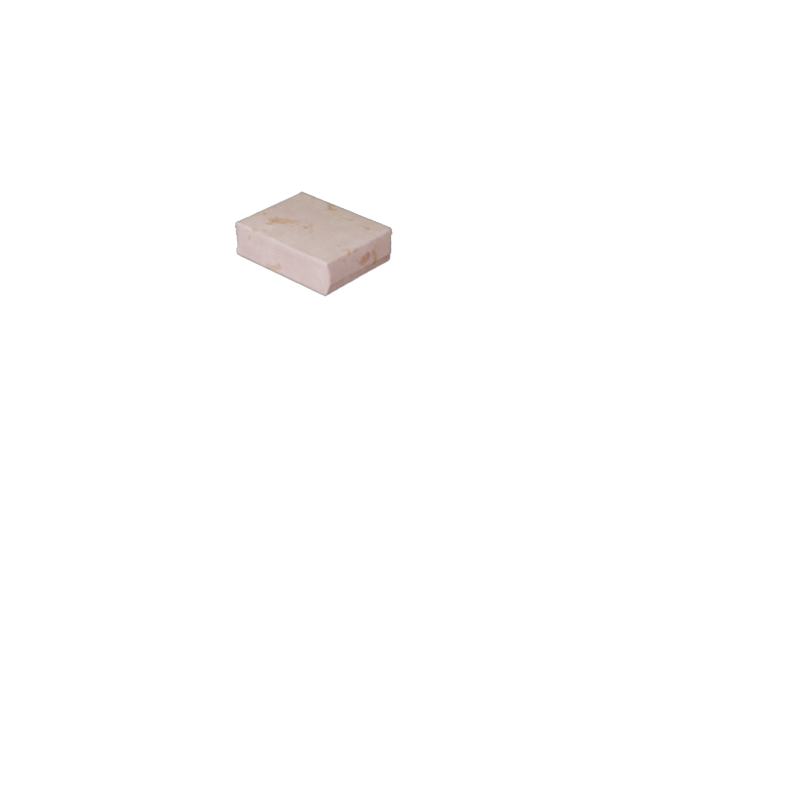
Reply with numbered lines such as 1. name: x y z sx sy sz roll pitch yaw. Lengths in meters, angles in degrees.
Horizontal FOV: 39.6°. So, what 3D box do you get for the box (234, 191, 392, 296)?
1. box: -0.078 -0.142 0.992 0.120 0.037 0.090 24 39 33
